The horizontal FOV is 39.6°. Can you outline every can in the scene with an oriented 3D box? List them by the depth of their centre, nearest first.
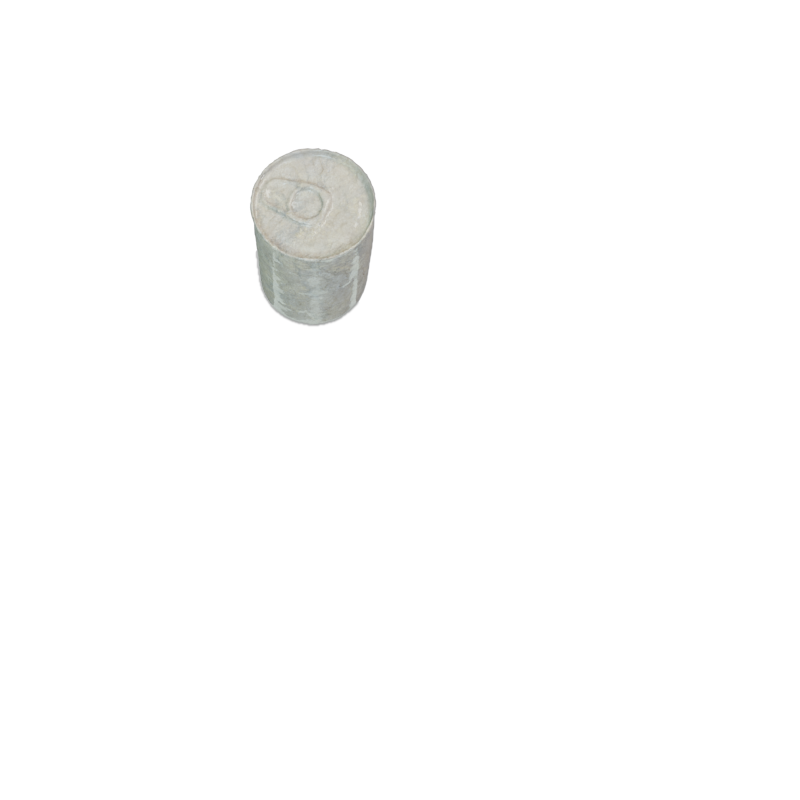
[{"bbox_3d":[-0.050,-0.092,0.641,0.068,0.072,0.097,0,-20,-3],"label":"can"}]
